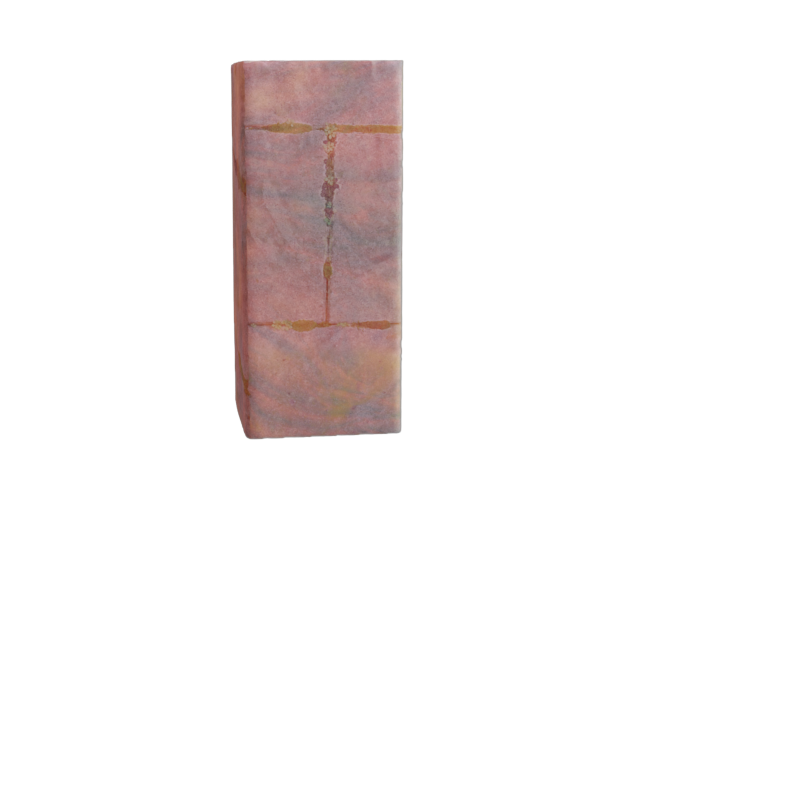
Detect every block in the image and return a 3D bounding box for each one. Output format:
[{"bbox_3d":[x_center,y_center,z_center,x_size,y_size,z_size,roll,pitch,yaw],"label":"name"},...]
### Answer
[{"bbox_3d":[-0.050,-0.092,0.642,0.090,0.202,0.093,-1,9,-10],"label":"block"}]
